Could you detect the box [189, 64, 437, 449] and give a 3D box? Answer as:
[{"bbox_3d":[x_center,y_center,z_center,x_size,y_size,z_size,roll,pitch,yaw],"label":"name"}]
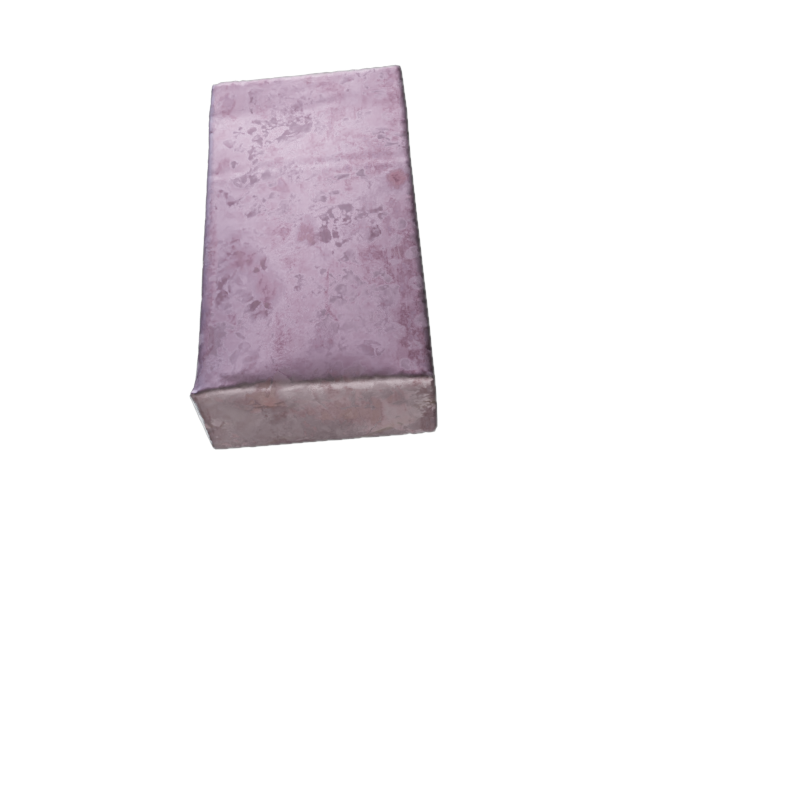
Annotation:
[{"bbox_3d":[-0.037,-0.068,0.479,0.094,0.189,0.044,-5,-39,3],"label":"box"}]
